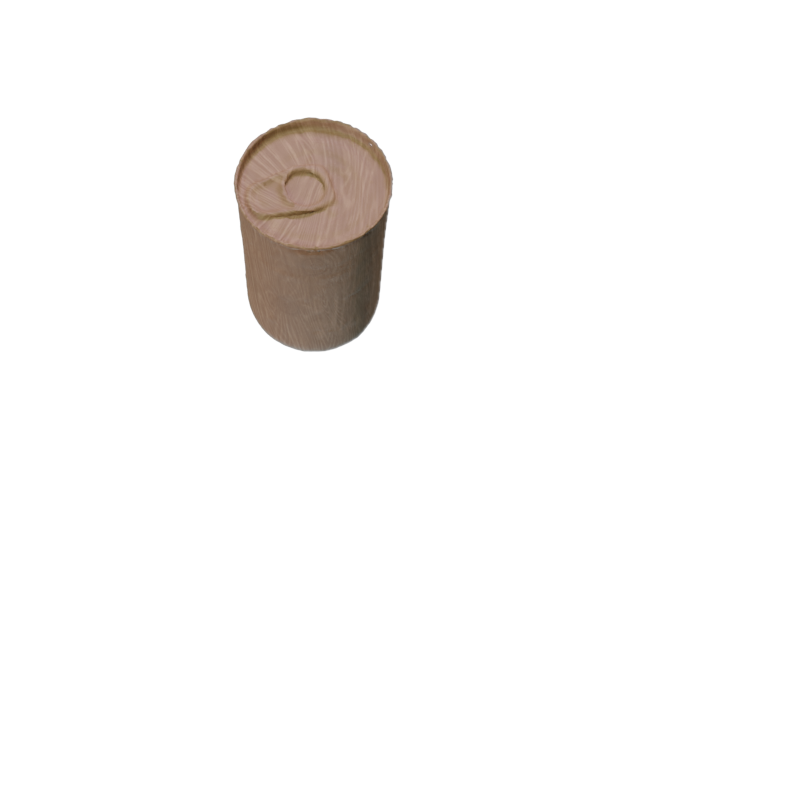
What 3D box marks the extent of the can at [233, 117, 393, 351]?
[{"bbox_3d":[-0.040,-0.074,0.515,0.068,0.073,0.096,0,-26,-3],"label":"can"}]
